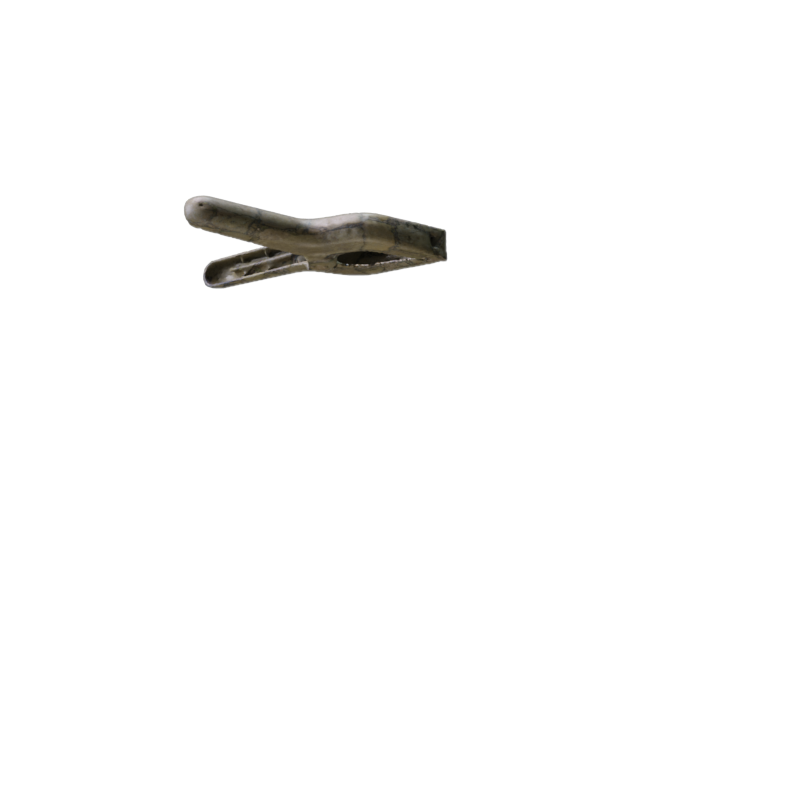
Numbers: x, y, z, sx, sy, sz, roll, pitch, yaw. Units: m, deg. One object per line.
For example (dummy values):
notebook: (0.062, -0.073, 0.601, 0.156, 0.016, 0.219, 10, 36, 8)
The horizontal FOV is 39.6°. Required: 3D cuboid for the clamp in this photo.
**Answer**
clamp: (-0.069, -0.126, 0.880, 0.211, 0.038, 0.157, -1, -12, 5)
